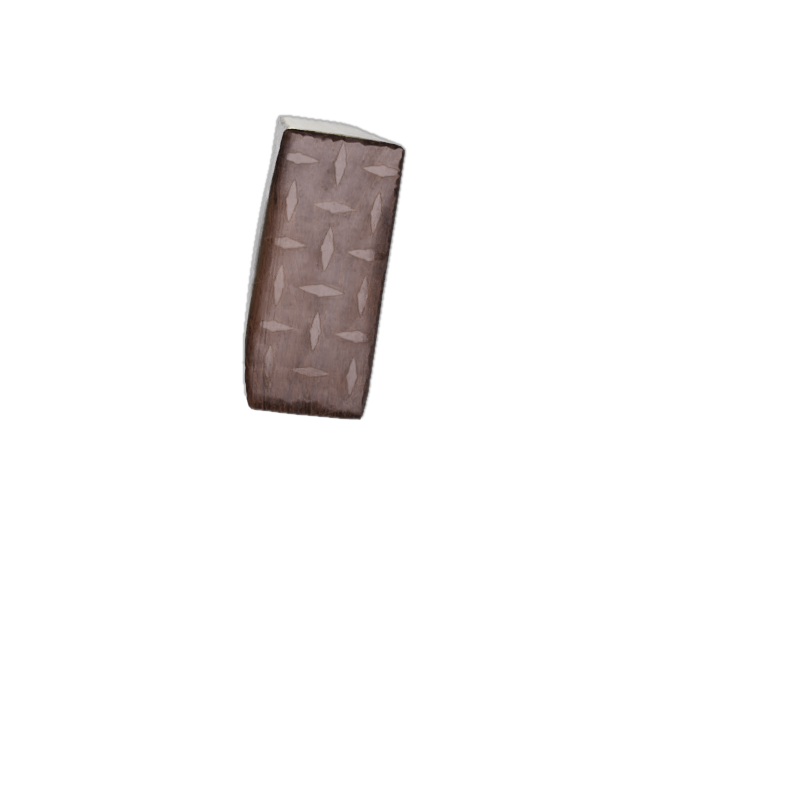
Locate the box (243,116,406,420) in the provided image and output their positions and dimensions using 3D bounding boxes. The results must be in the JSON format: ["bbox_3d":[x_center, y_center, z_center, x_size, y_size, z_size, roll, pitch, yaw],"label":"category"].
[{"bbox_3d":[-0.034,-0.062,0.437,0.048,0.091,0.182,9,14,-7],"label":"box"}]
